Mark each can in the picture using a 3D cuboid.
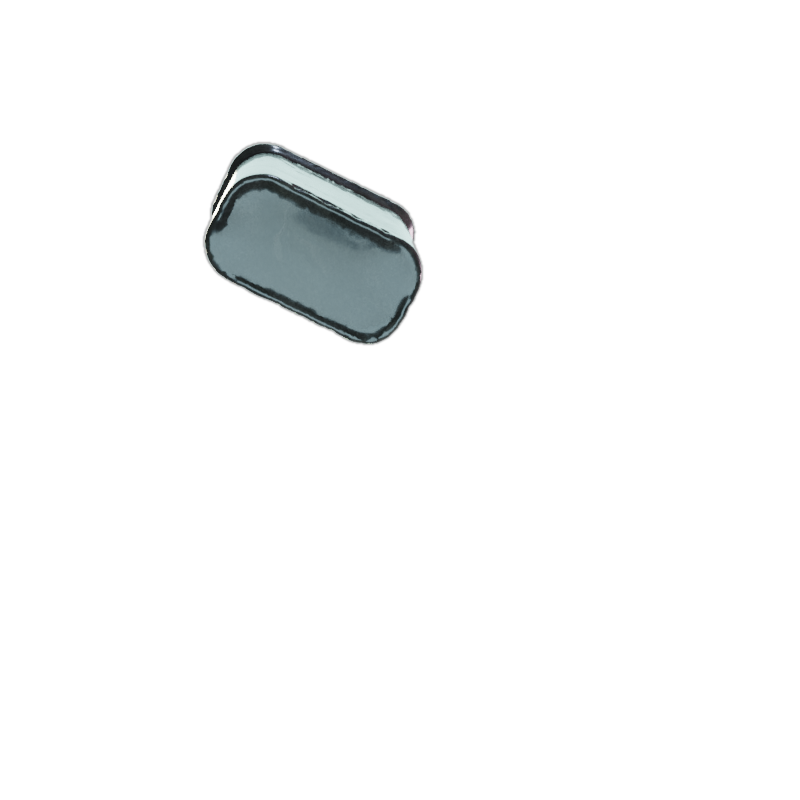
[{"bbox_3d":[-0.041,-0.075,0.526,0.100,0.056,0.087,25,15,-9],"label":"can"}]
